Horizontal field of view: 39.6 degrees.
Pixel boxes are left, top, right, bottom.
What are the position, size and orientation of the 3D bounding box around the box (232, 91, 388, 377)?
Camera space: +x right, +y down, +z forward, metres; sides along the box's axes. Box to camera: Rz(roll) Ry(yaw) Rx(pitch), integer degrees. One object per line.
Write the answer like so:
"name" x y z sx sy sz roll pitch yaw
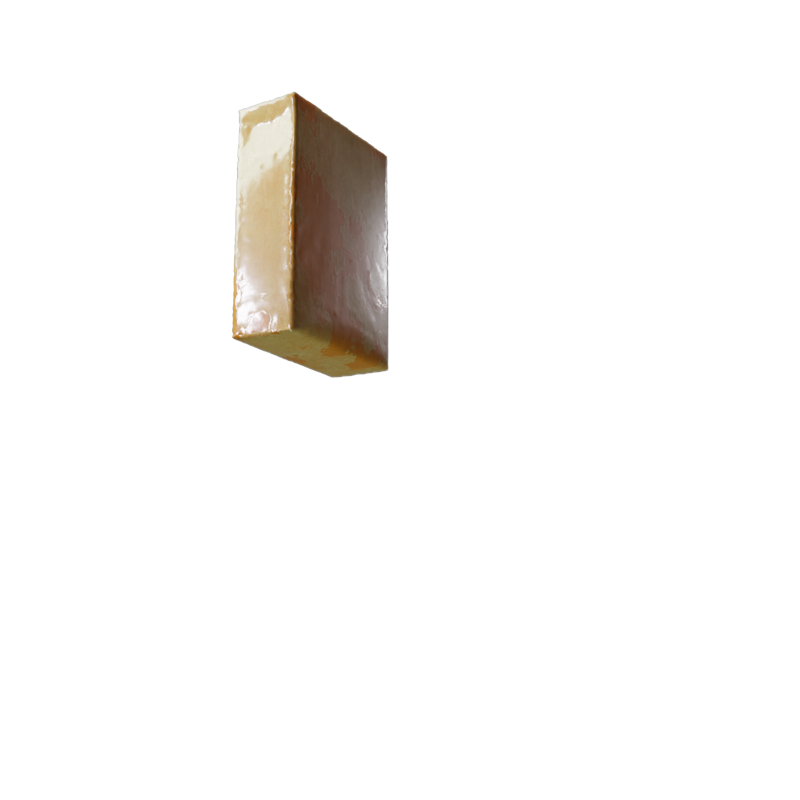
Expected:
"box" -0.077 -0.141 0.987 0.073 0.223 0.154 -12 -20 28
